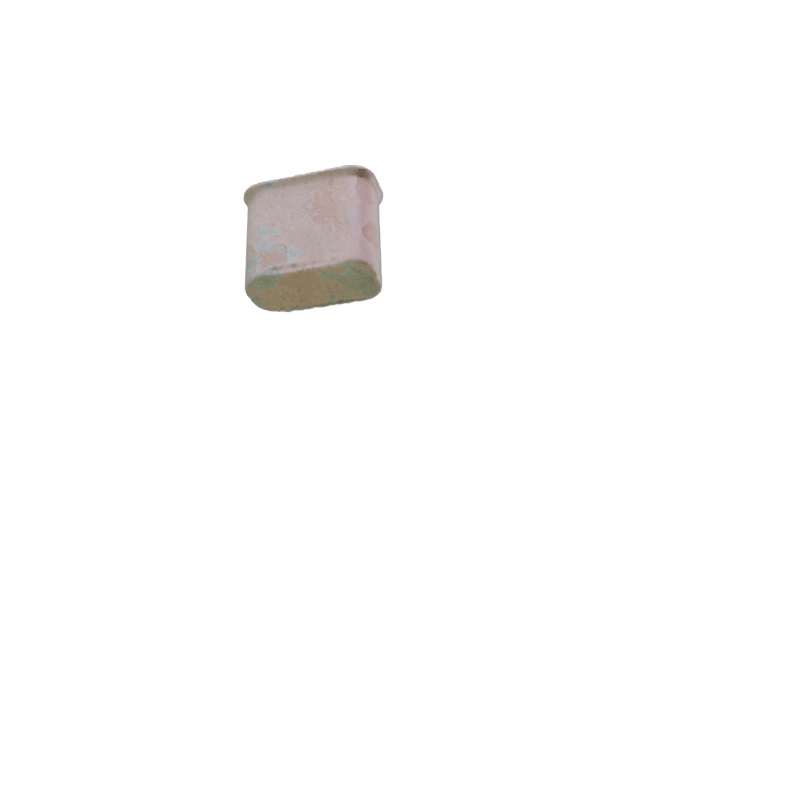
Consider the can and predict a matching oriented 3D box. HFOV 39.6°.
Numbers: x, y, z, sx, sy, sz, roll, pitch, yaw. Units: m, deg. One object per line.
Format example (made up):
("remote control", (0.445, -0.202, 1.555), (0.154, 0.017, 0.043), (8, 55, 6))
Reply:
("can", (-0.063, -0.115, 0.807), (0.103, 0.089, 0.053), (-9, -31, 13))
